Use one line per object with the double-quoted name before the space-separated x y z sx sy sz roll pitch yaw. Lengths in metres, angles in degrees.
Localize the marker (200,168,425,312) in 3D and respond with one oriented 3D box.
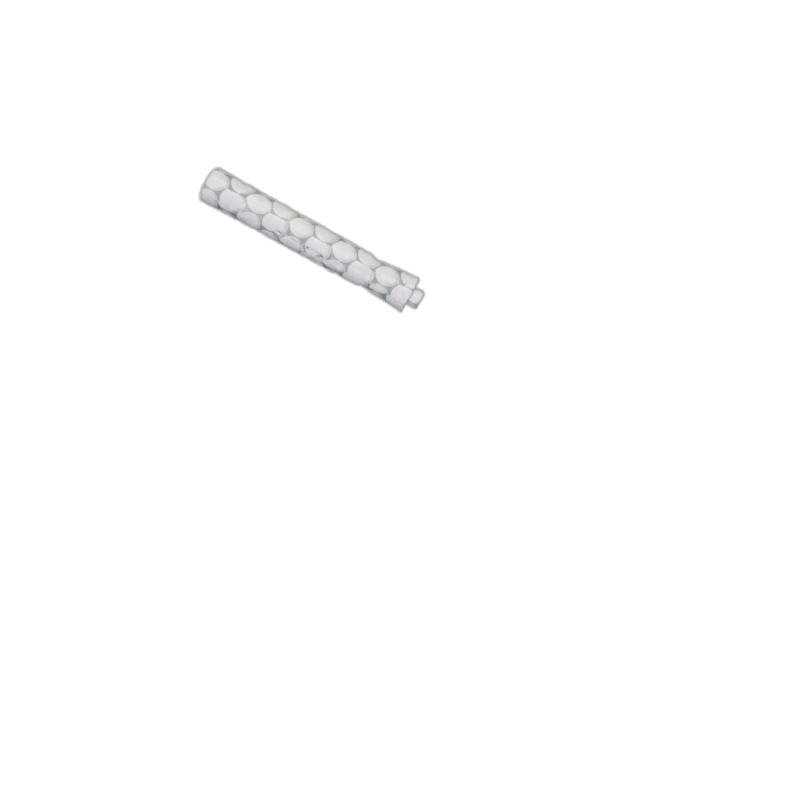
"marker" -0.043 -0.078 0.548 0.123 0.020 0.020 30 6 7
